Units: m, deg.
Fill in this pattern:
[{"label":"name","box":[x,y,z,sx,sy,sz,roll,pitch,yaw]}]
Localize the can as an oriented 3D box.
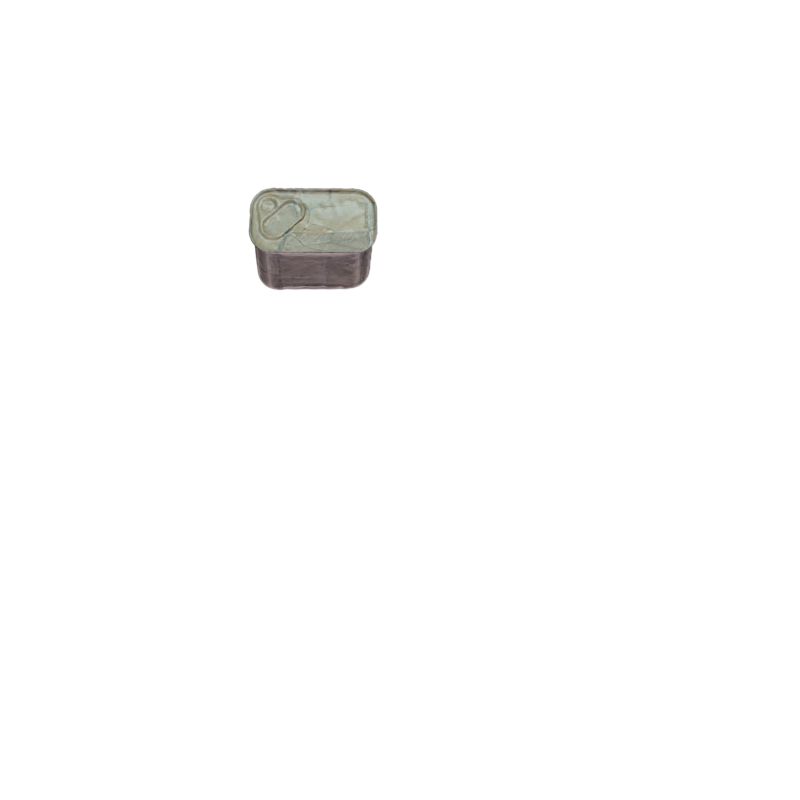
[{"label":"can","box":[-0.072,-0.131,0.915,0.102,0.060,0.080,0,-20,-2]}]
